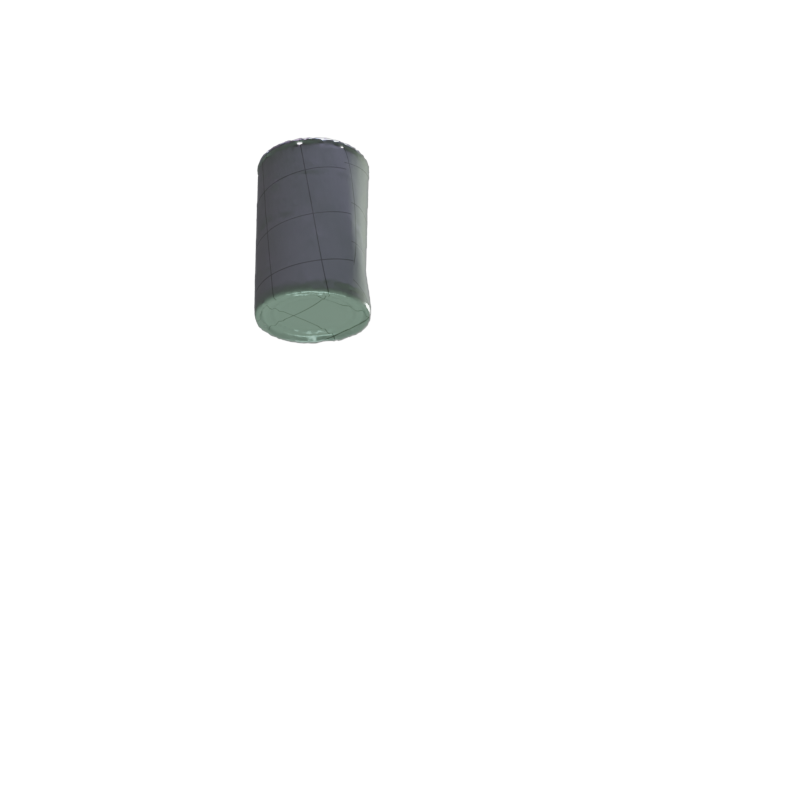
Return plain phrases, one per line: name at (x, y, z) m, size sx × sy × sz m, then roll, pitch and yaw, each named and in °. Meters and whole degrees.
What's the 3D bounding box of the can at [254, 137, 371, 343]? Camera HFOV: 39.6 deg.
can at (-0.051, -0.092, 0.646) m, size 0.068 × 0.109 × 0.064 m, roll 0°, pitch -28°, yaw -2°
